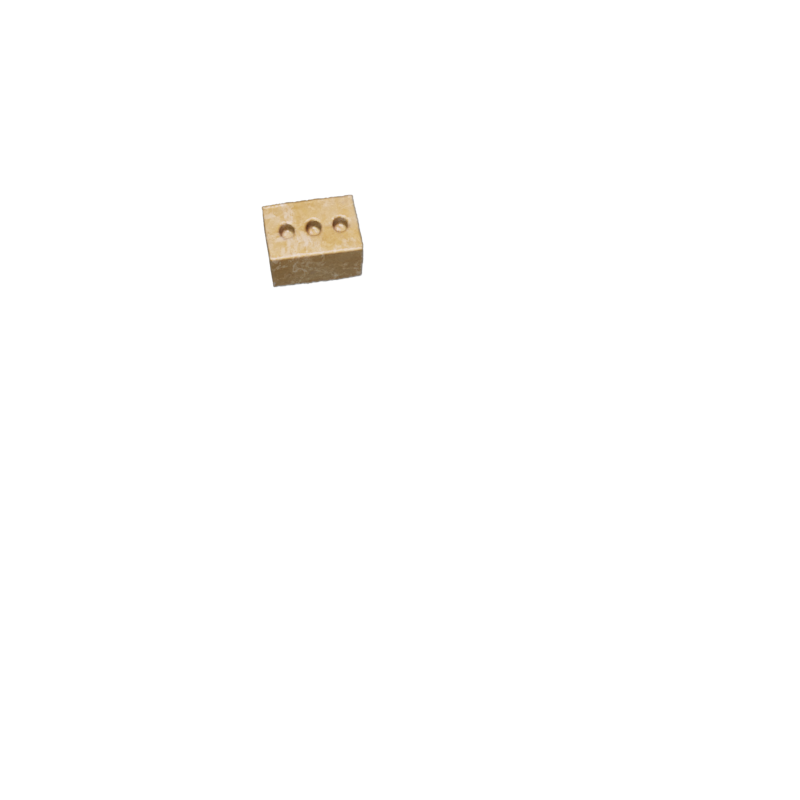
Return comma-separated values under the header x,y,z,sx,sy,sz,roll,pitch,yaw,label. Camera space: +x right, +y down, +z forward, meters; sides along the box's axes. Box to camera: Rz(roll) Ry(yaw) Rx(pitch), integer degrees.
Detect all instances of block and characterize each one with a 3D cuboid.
x,y,z,sx,sy,sz,roll,pitch,yaw,label
-0.072,-0.131,0.914,0.077,0.056,0.048,-9,-24,-5,block
